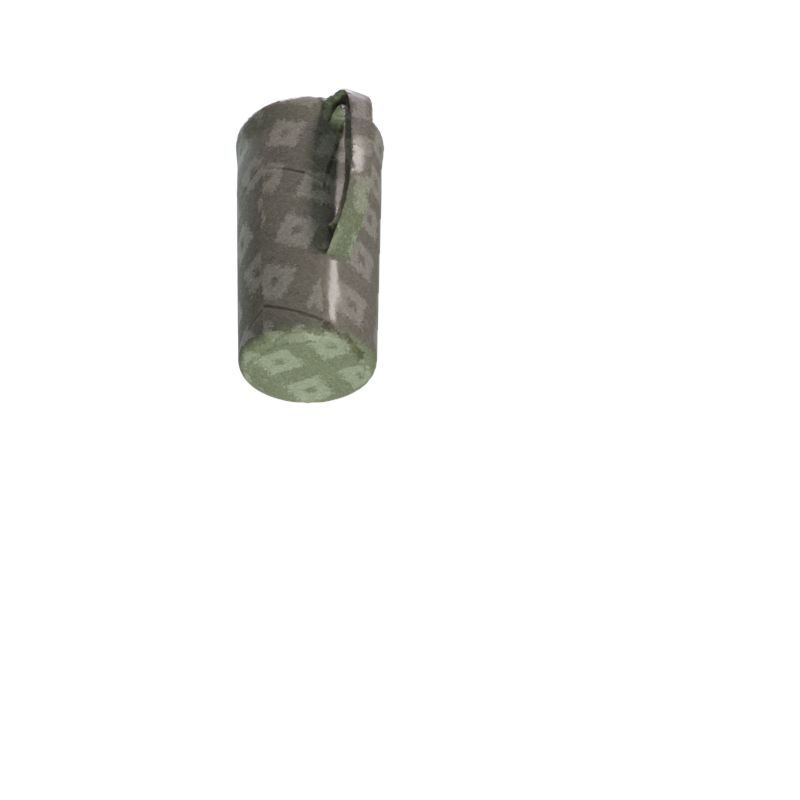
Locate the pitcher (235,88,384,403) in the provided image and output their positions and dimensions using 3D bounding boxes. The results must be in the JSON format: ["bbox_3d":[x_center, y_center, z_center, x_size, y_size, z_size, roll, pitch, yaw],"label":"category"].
[{"bbox_3d":[-0.072,-0.131,0.917,0.146,0.260,0.138,-12,-36,13],"label":"pitcher"}]
